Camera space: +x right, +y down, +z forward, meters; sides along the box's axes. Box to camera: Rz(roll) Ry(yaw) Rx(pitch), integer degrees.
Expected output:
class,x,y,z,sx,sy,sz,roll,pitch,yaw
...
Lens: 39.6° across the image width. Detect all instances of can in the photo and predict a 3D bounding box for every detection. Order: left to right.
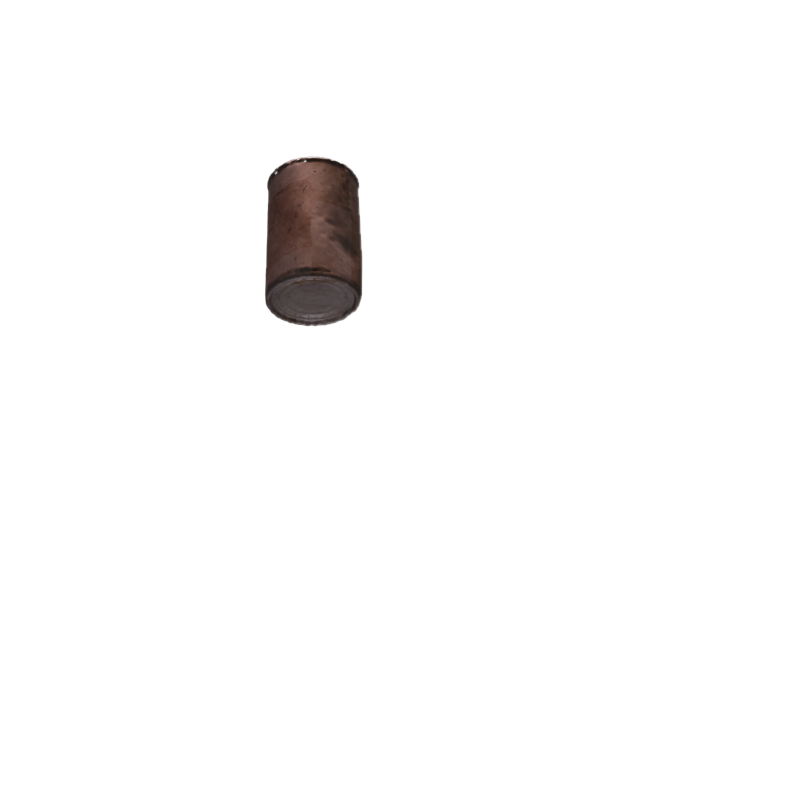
class,x,y,z,sx,sy,sz,roll,pitch,yaw
can,-0.062,-0.113,0.788,0.068,0.109,0.064,-1,-32,-2
